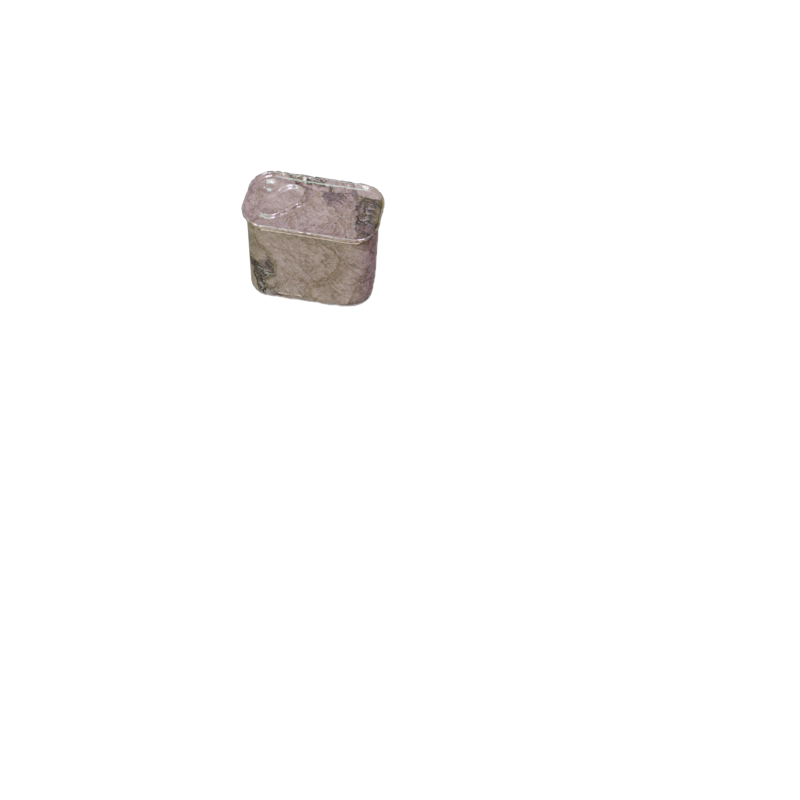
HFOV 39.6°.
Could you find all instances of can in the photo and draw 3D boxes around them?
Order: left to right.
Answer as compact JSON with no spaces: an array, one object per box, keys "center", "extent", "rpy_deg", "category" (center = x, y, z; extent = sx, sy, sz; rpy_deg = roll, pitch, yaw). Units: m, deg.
[{"center":[-0.066,-0.120,0.837],"extent":[0.103,0.061,0.078],"rpy_deg":[10,-37,6],"category":"can"}]
